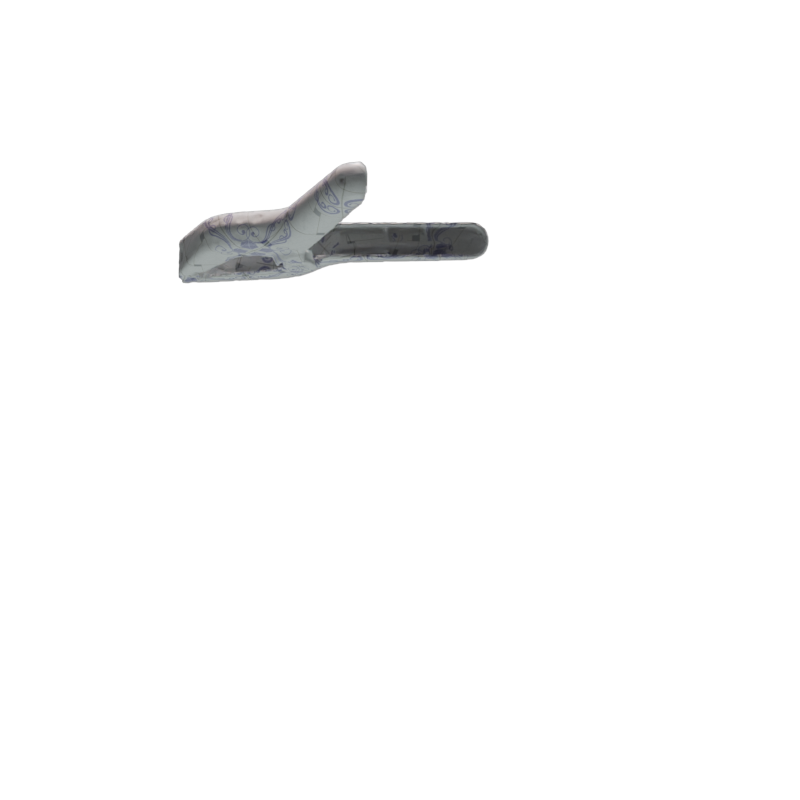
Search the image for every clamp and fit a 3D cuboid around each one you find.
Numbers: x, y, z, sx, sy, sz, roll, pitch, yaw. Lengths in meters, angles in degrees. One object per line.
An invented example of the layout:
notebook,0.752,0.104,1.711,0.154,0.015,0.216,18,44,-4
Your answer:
clamp,-0.058,-0.105,0.736,0.215,0.038,0.155,-8,-13,38
